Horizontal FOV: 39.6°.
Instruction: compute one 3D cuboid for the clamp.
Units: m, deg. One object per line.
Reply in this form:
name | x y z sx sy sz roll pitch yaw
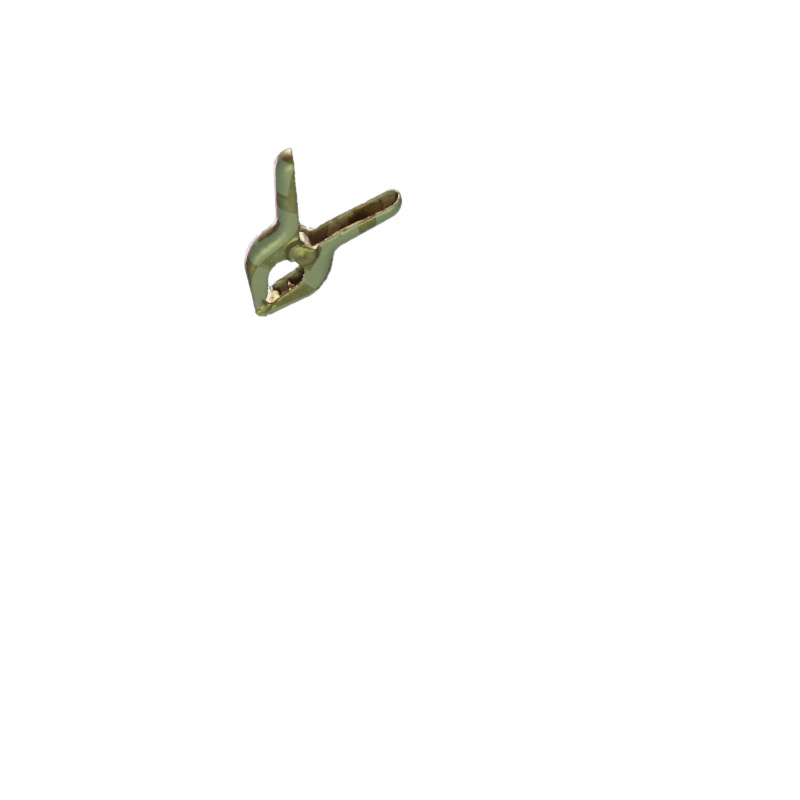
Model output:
clamp | -0.077 -0.140 0.982 0.117 0.164 0.042 17 40 -15
